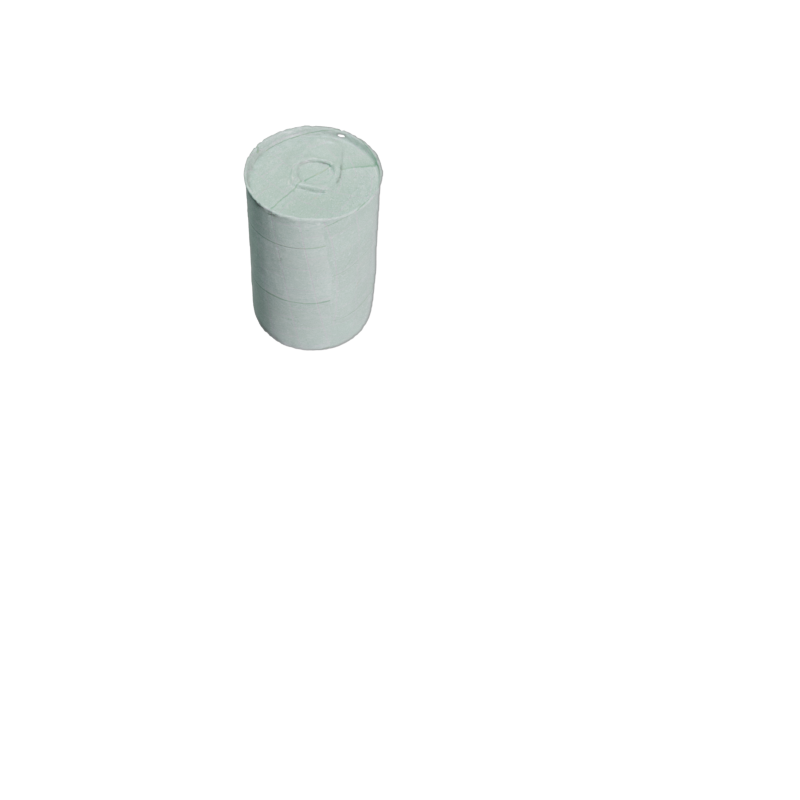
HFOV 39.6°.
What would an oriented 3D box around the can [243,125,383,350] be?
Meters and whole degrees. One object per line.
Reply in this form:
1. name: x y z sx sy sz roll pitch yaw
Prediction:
1. can: -0.045 -0.082 0.576 0.068 0.073 0.095 0 -39 -3
